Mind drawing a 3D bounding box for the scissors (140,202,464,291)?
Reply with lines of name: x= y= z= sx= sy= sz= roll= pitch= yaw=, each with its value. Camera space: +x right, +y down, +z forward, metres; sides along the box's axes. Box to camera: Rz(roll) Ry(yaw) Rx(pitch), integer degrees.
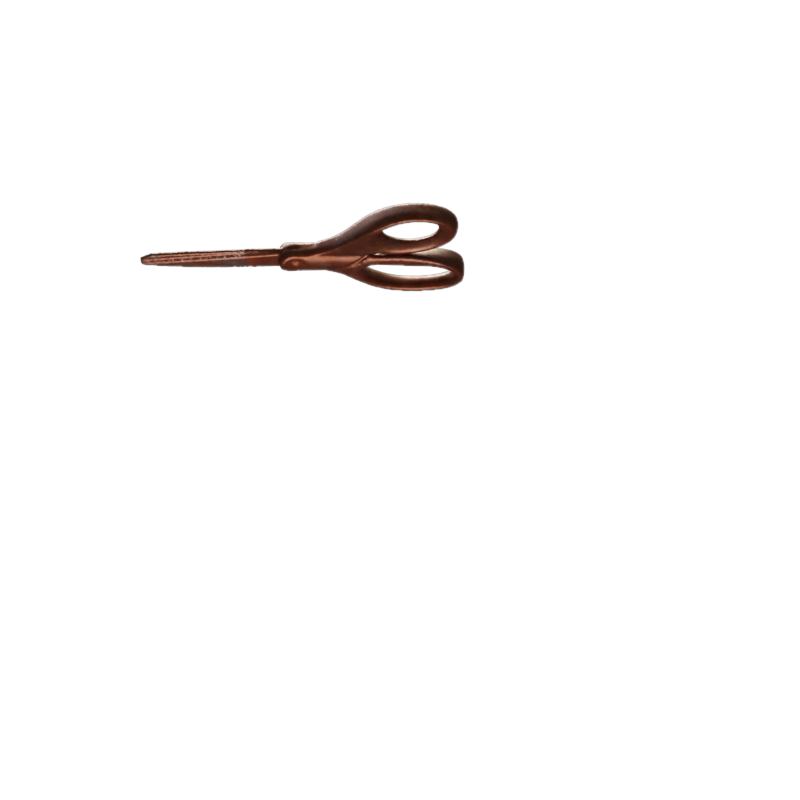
scissors: x=-0.053 y=-0.096 z=0.675 sx=0.198 sy=0.017 sz=0.092 roll=6 pitch=-27 yaw=-12
